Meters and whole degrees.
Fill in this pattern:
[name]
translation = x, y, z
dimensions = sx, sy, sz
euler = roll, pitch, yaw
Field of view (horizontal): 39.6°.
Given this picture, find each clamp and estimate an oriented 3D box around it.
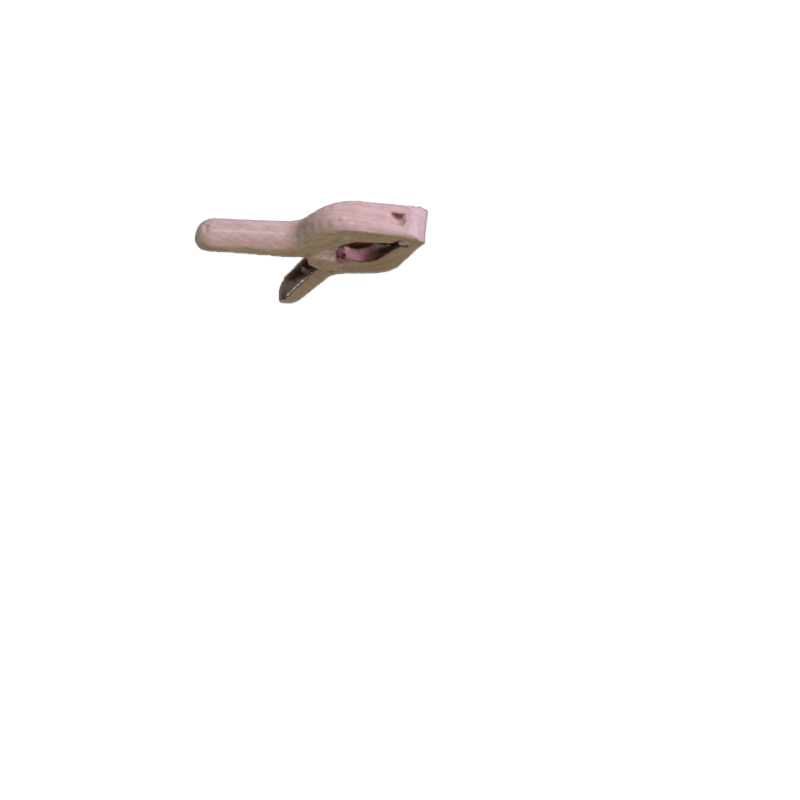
[clamp]
translation = -0.064, -0.116, 0.814
dimensions = 0.174, 0.041, 0.113
euler = -15, -23, 38
